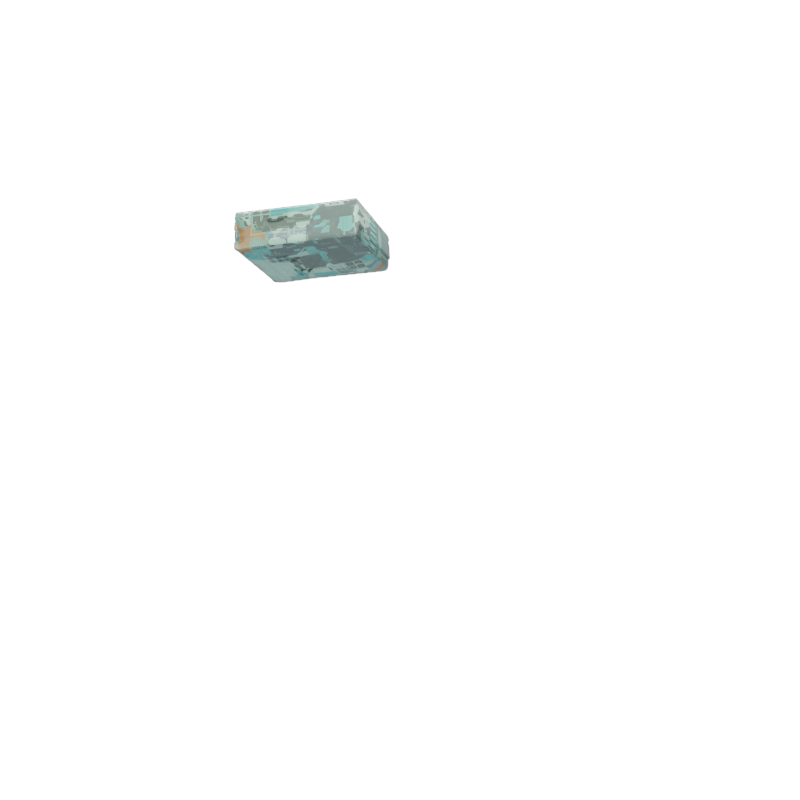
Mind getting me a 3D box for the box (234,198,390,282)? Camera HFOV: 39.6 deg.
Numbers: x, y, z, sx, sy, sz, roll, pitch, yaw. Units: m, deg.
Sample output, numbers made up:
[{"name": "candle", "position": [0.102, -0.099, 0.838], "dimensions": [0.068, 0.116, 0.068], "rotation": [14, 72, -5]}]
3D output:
[{"name": "box", "position": [-0.075, -0.137, 0.960], "dimensions": [0.115, 0.041, 0.084], "rotation": [-5, -17, 18]}]
